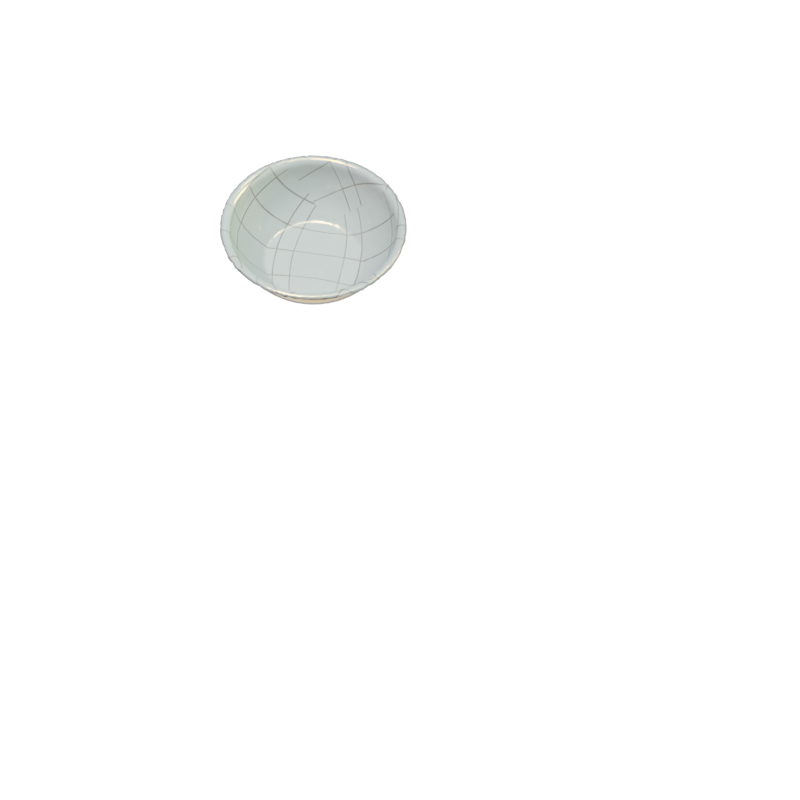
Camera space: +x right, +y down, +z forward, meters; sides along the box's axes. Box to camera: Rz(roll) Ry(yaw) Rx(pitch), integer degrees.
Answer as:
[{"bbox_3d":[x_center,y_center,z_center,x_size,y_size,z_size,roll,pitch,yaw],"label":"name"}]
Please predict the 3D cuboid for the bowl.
[{"bbox_3d":[-0.077,-0.140,0.980,0.162,0.174,0.051,-1,-35,-1],"label":"bowl"}]
